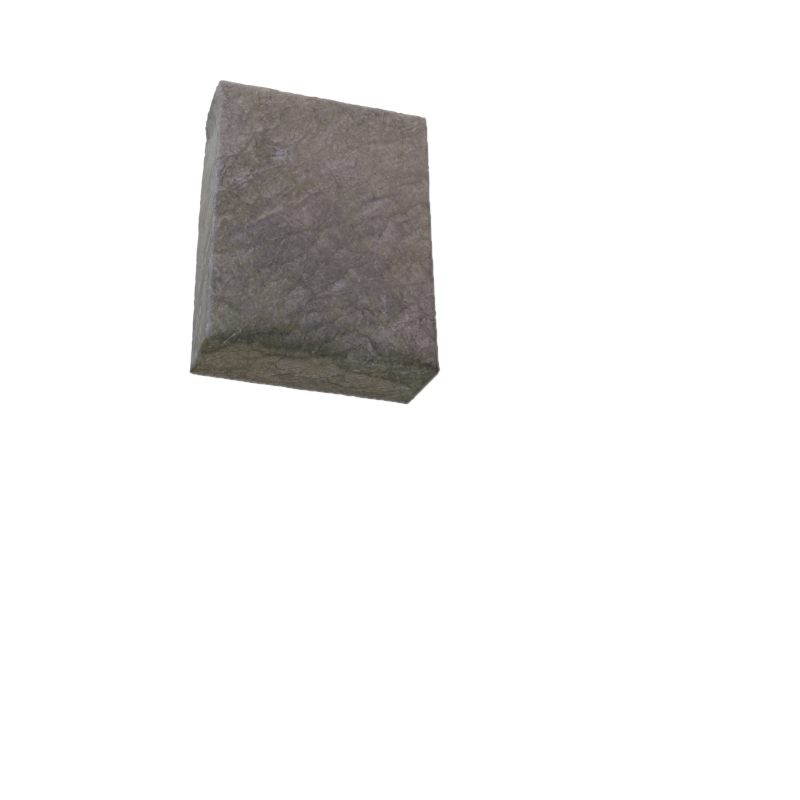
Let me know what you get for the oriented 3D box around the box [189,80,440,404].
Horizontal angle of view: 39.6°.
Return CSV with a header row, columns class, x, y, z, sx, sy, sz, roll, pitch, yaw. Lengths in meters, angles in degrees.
class,x,y,z,sx,sy,sz,roll,pitch,yaw
box,-0.063,-0.114,0.800,0.160,0.227,0.069,7,-30,-16
